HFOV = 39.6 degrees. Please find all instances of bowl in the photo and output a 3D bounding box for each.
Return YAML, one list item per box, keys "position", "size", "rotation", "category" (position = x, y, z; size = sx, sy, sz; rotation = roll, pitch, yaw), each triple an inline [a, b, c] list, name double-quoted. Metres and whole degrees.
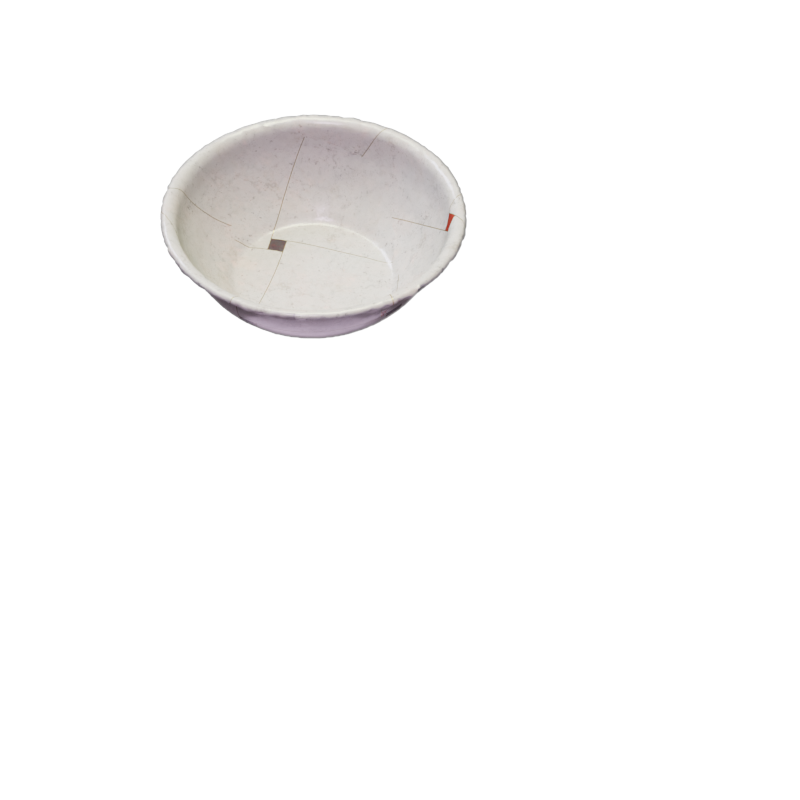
- position: [-0.047, -0.086, 0.602]
  size: [0.162, 0.174, 0.051]
  rotation: [-1, -43, -1]
  category: "bowl"
